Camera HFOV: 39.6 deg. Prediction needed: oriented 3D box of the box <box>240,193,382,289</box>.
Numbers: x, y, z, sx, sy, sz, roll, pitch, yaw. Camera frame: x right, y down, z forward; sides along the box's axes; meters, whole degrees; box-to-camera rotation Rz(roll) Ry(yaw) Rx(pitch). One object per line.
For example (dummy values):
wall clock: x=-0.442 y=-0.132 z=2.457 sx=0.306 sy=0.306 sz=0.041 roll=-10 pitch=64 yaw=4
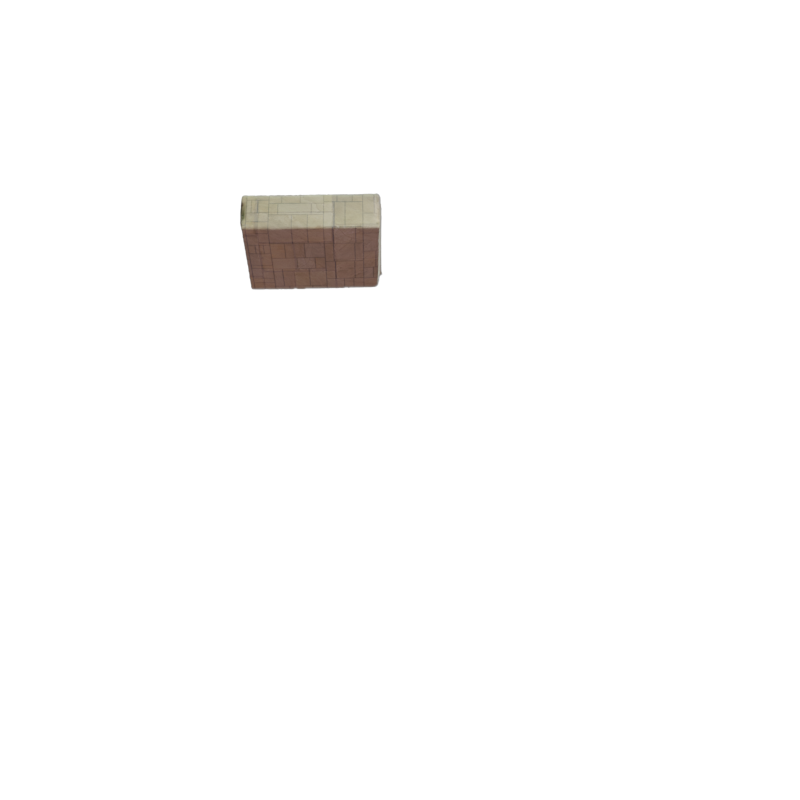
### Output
box: x=-0.056 y=-0.103 z=0.723 sx=0.089 sy=0.032 sz=0.068 roll=-1 pitch=-28 yaw=1
